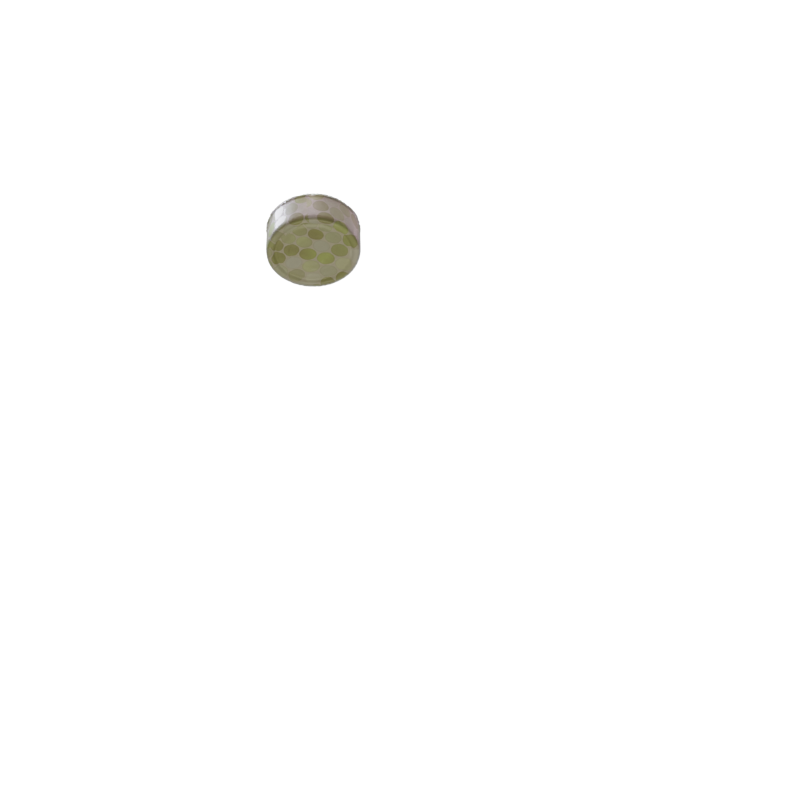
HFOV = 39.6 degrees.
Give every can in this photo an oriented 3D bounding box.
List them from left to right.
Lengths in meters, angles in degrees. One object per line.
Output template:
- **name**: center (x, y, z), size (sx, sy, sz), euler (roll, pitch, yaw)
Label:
- **can**: center (-0.078, -0.143, 0.999), size (0.086, 0.036, 0.080), euler (1, -44, -1)
